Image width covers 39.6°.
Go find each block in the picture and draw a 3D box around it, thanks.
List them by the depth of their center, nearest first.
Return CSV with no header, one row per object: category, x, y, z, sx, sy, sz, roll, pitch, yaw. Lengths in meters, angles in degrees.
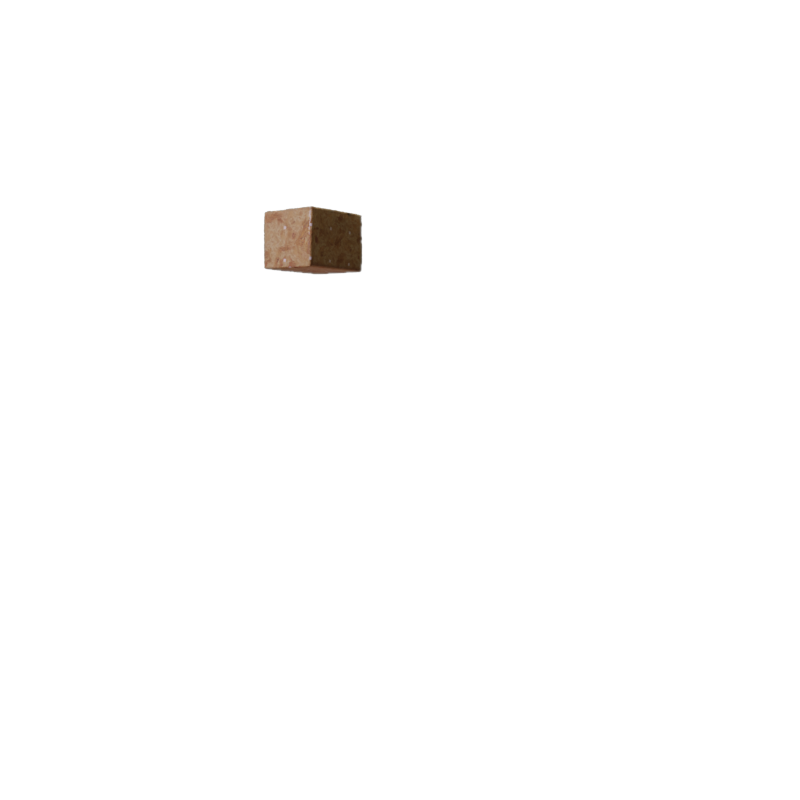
block,-0.076,-0.138,0.967,0.054,0.052,0.075,-1,-1,34
